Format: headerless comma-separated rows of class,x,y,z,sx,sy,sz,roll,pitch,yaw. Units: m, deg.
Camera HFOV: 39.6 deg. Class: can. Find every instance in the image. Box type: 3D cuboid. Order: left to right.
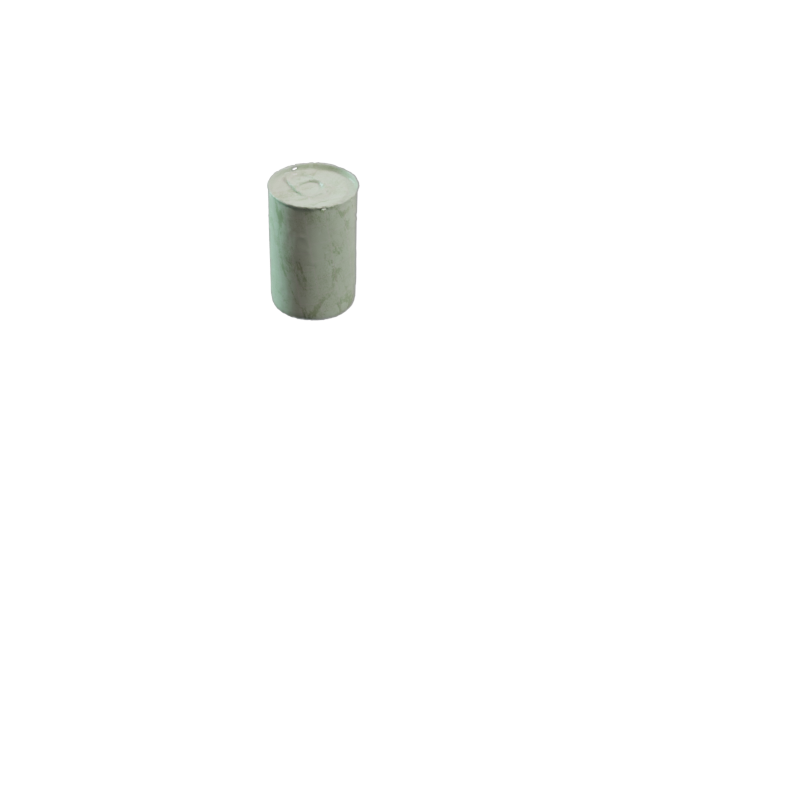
can,-0.066,-0.120,0.843,0.068,0.096,0.073,0,36,-3
